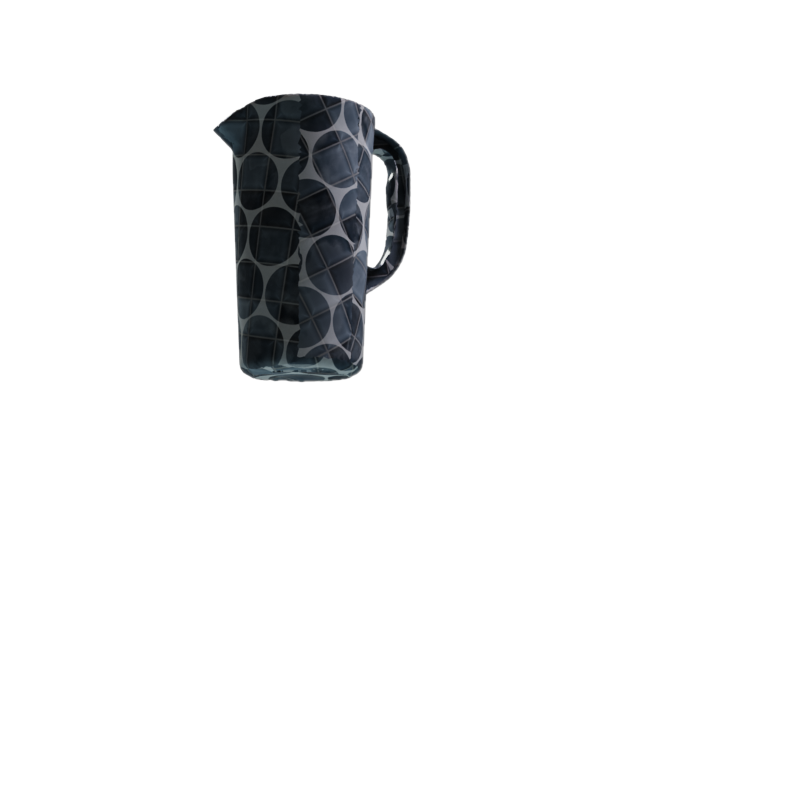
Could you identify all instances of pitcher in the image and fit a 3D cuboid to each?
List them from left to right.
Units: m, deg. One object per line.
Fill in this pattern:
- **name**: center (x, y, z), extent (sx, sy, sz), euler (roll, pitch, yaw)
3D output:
- **pitcher**: center (-0.078, -0.142, 0.992), extent (0.152, 0.250, 0.138), euler (-4, -11, 19)
